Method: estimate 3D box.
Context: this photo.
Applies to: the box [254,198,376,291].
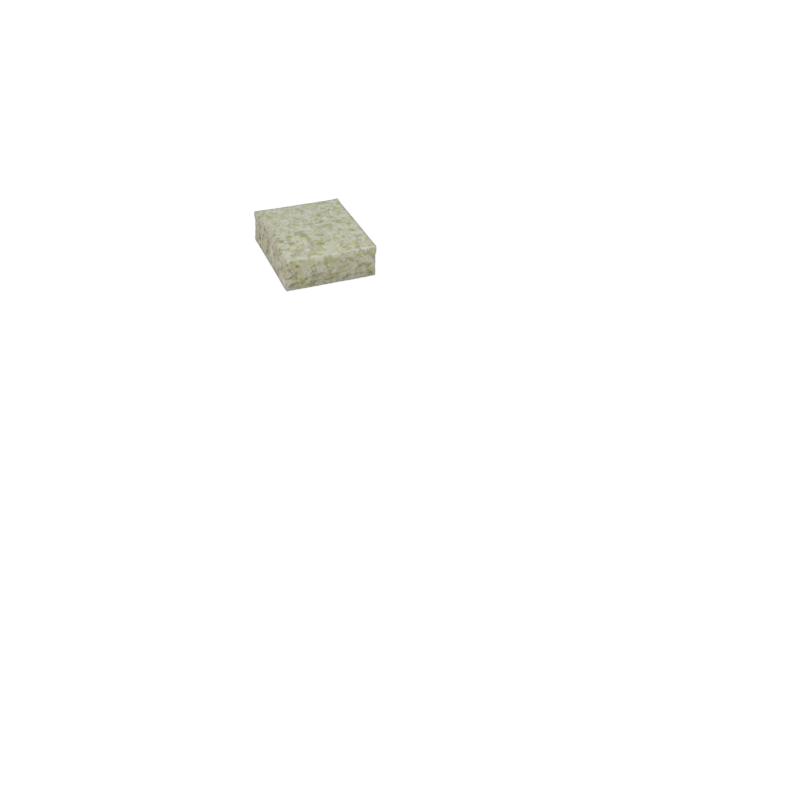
[{"bbox_3d":[-0.068,-0.124,0.870,0.072,0.028,0.096,-12,37,-17],"label":"box"}]
